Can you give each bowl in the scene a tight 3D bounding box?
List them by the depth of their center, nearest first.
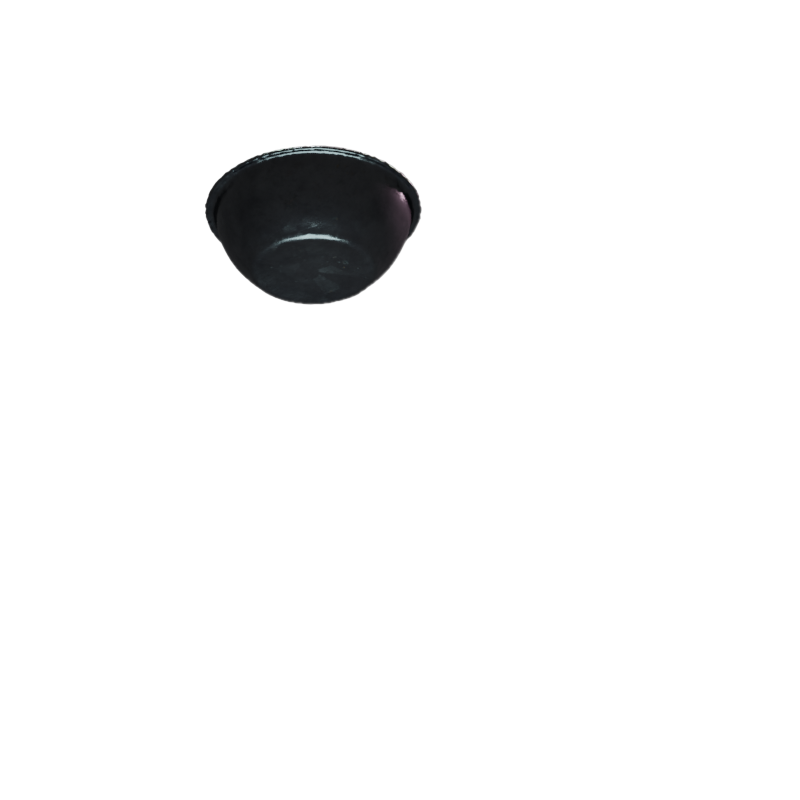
[{"bbox_3d":[-0.064,-0.117,0.817,0.162,0.059,0.152,1,-29,-2],"label":"bowl"}]
